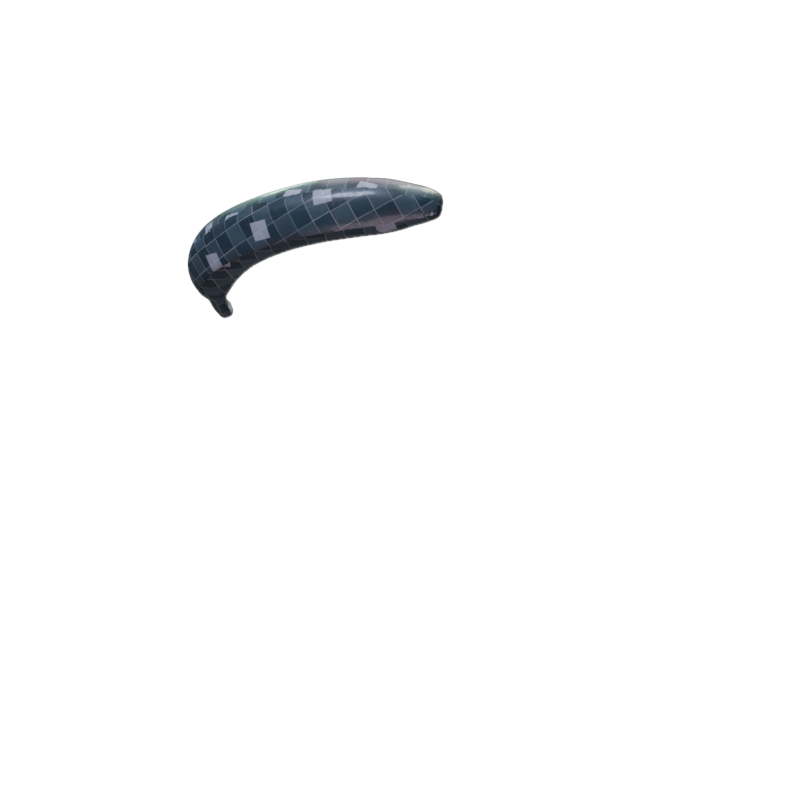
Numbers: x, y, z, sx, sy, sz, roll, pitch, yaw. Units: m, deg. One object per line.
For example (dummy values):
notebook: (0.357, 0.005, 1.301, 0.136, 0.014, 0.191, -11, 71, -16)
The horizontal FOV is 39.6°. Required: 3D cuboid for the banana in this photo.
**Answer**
banana: (-0.068, -0.099, 0.663, 0.200, 0.039, 0.065, -17, -26, 41)
